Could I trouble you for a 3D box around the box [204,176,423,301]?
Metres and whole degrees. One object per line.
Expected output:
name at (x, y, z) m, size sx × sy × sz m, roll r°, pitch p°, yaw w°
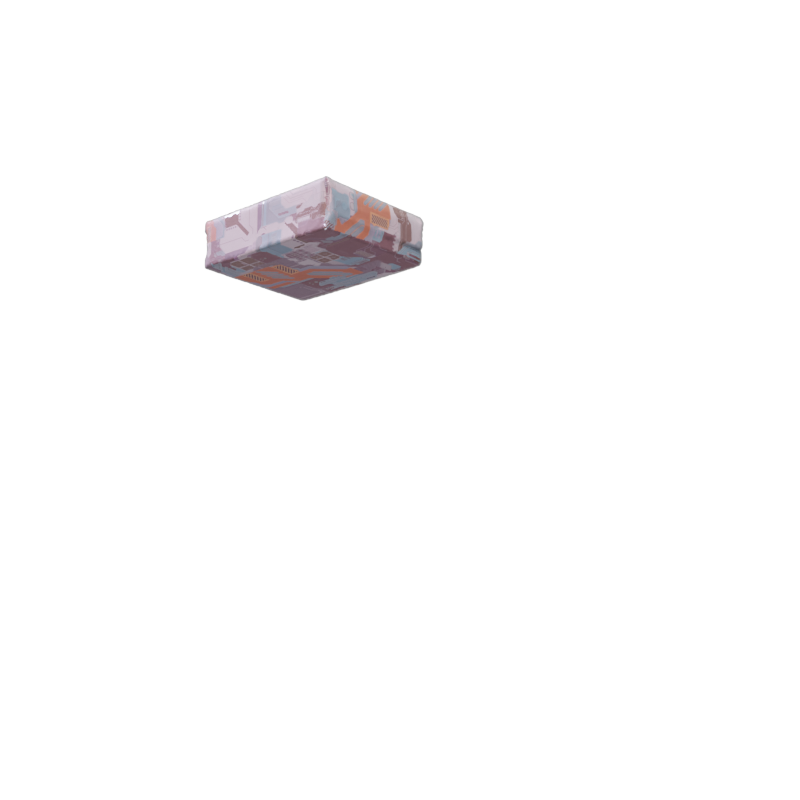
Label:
box at (-0.044, -0.081, 0.568) m, size 0.091 × 0.031 × 0.069 m, roll -13°, pitch -19°, yaw 40°
